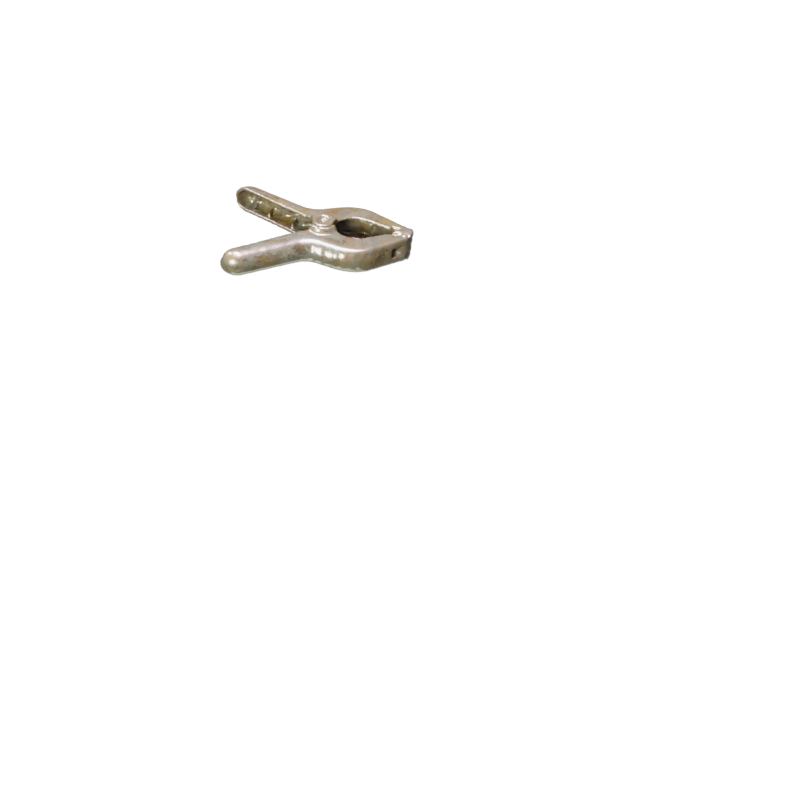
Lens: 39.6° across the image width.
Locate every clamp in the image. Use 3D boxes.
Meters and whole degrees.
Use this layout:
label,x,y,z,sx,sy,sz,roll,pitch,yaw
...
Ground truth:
label,x,y,z,sx,sy,sz,roll,pitch,yaw
clamp,-0.077,-0.141,0.986,0.174,0.036,0.127,9,46,8
